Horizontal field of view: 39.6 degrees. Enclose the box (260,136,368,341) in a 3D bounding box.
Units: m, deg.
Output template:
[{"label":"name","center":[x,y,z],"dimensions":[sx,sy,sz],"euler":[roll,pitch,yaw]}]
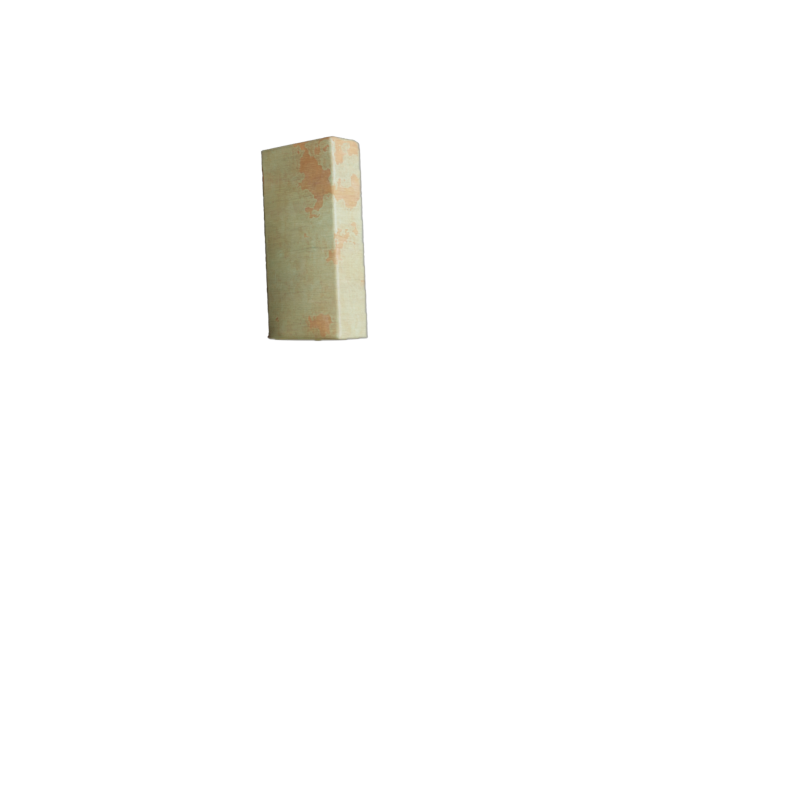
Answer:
[{"label":"box","center":[-0.077,-0.142,0.991],"dimensions":[0.096,0.179,0.046],"euler":[-4,-6,42]}]
